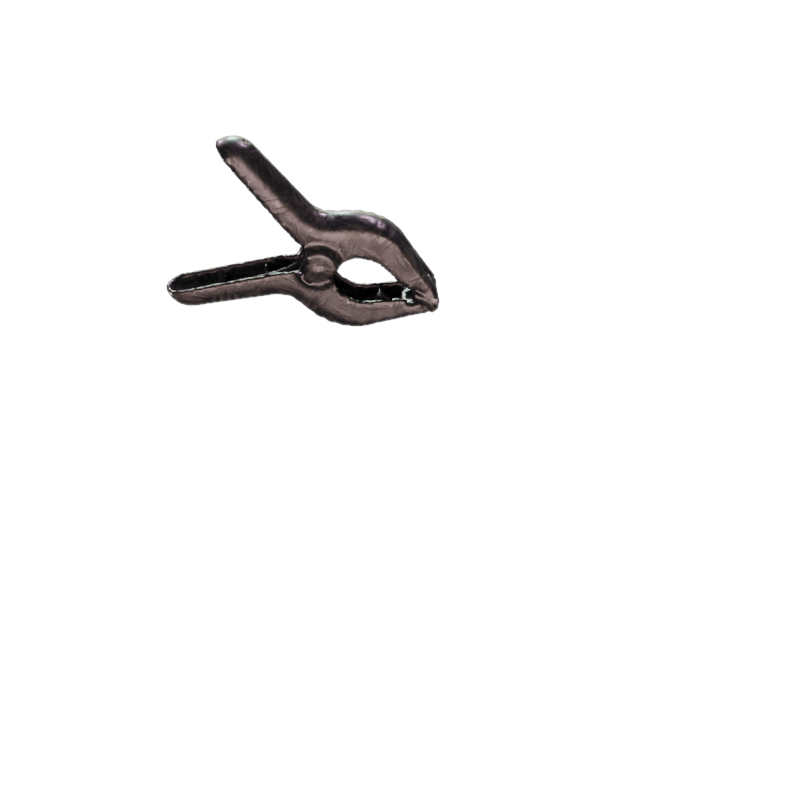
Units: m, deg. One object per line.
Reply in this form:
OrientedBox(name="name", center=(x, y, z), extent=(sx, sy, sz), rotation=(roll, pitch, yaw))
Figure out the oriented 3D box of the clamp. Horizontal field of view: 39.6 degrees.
OrientedBox(name="clamp", center=(-0.054, -0.099, 0.692), extent=(0.169, 0.113, 0.042), rotation=(9, 39, -7))
